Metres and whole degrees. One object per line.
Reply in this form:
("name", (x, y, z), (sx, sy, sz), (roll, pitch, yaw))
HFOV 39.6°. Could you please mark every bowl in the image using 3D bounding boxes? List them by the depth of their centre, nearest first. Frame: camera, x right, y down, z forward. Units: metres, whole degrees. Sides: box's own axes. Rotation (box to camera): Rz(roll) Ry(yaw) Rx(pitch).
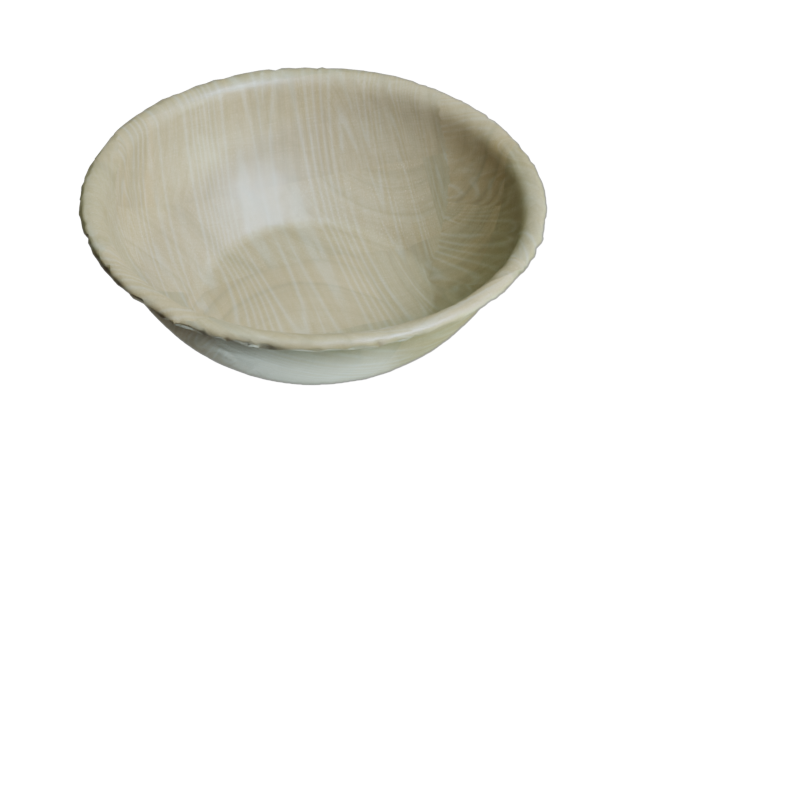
("bowl", (-0.032, -0.058, 0.404), (0.162, 0.051, 0.174), (-1, 44, -1))
